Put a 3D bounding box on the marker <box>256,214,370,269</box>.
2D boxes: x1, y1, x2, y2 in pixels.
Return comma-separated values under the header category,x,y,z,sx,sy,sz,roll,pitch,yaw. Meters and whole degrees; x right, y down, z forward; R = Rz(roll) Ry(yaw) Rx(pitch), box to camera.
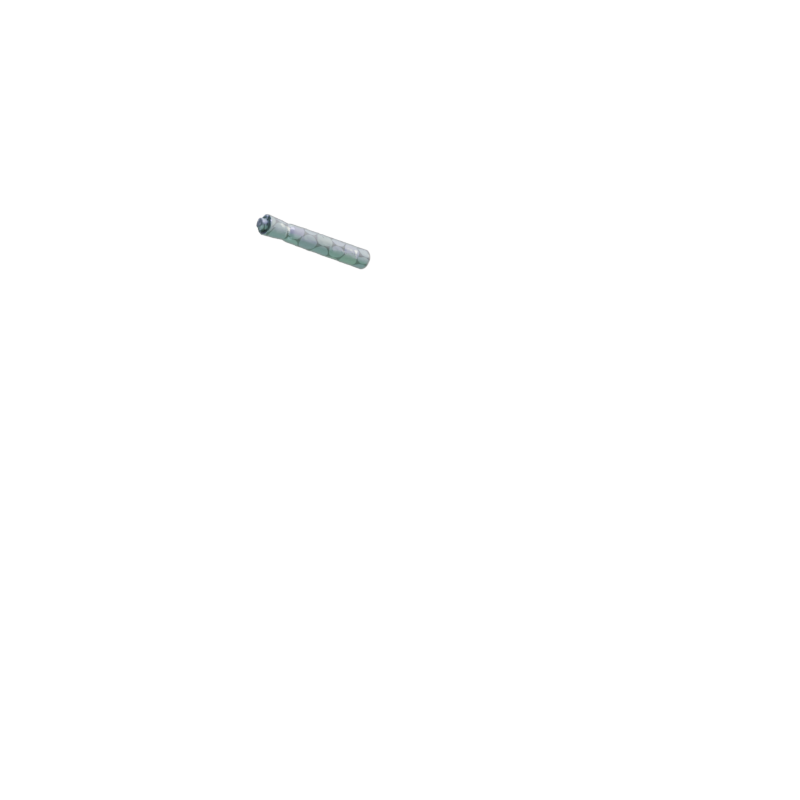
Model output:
category,x,y,z,sx,sy,sz,roll,pitch,yaw
marker,-0.077,-0.140,0.982,0.114,0.020,0.021,15,-6,-38
